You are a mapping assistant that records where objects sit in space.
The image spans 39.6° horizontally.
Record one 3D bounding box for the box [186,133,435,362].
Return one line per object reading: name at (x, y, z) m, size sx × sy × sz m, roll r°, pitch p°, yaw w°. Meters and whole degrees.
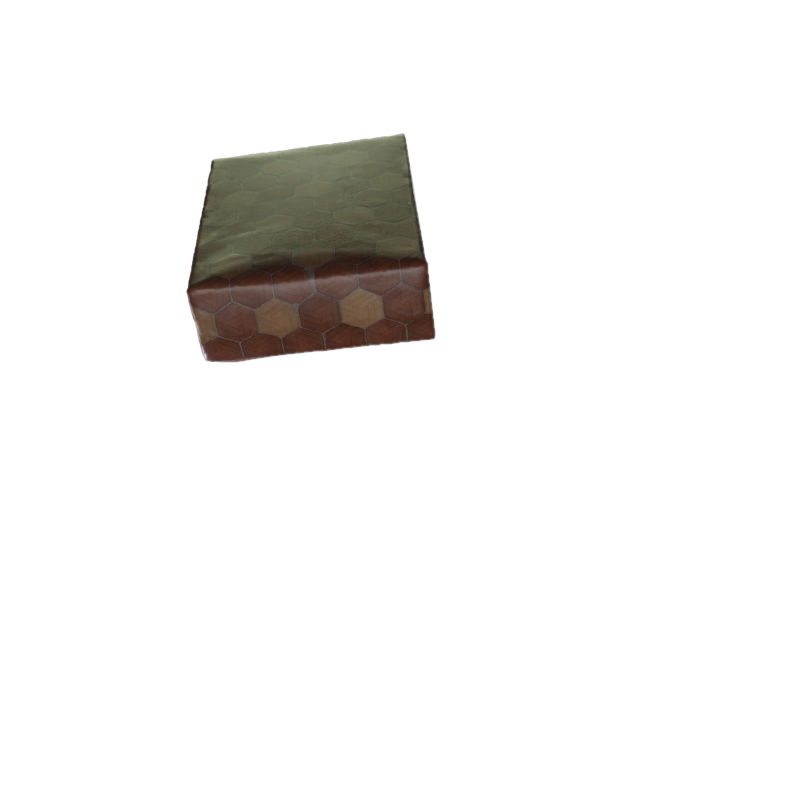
box at (-0.066, -0.120, 0.837) m, size 0.164 × 0.067 × 0.228 m, roll -7°, pitch 34°, yaw 2°
